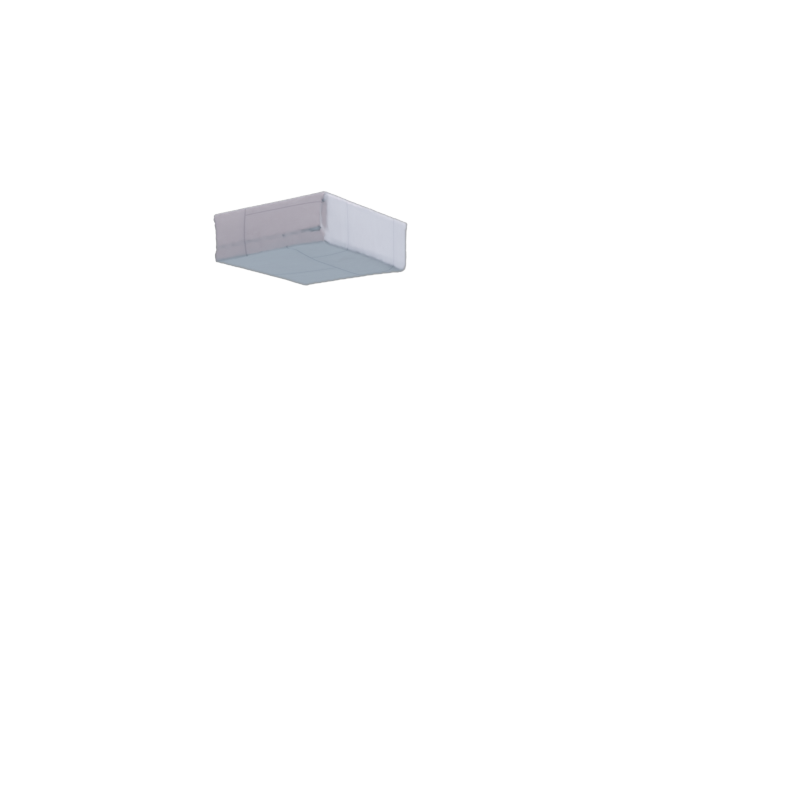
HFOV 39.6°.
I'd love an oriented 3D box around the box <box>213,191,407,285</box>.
[{"bbox_3d":[-0.059,-0.109,0.761,0.092,0.040,0.108,-5,-9,31],"label":"box"}]
